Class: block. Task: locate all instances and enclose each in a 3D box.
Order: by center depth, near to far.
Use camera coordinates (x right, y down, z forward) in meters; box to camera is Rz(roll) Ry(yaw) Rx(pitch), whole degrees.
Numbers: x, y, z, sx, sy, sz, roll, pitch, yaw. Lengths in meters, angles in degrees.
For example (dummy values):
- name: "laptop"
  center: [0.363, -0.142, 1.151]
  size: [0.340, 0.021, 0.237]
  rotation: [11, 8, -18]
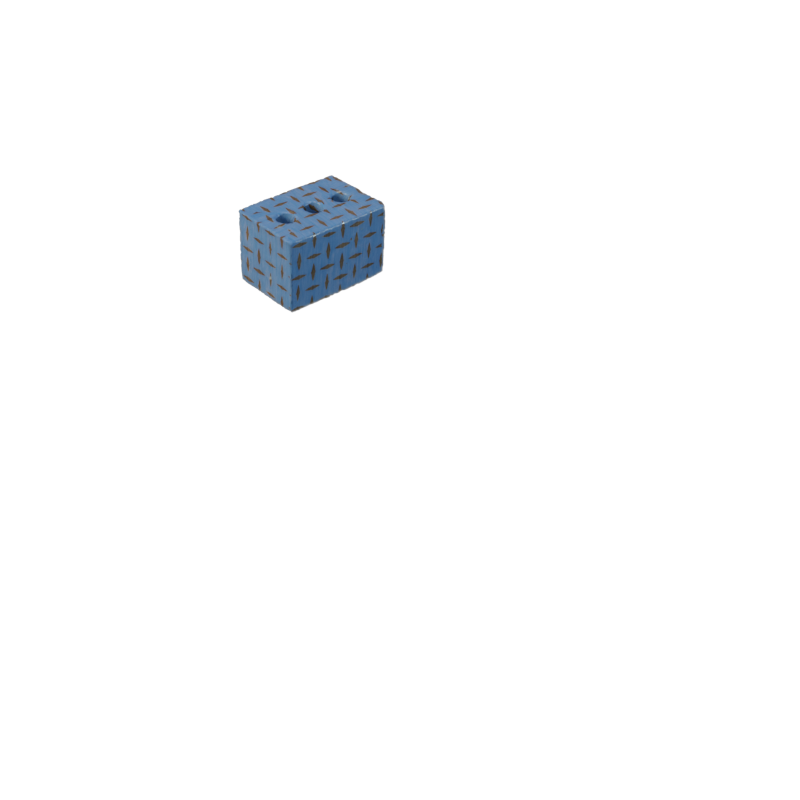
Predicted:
- name: "block"
  center: [-0.054, -0.099, 0.693]
  size: [0.078, 0.048, 0.056]
  rotation: [-27, 43, -34]
